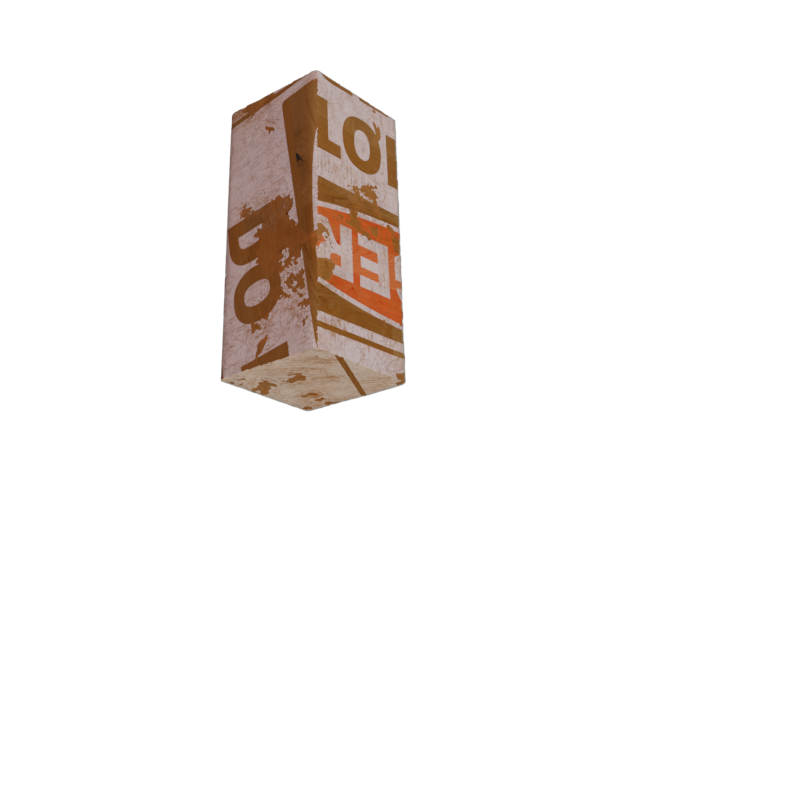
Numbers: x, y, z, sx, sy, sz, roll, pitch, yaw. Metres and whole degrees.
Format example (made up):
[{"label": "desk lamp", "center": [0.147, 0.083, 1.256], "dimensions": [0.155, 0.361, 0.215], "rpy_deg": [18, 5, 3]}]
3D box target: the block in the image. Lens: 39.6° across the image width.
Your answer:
[{"label": "block", "center": [-0.061, -0.110, 0.771], "dimensions": [0.091, 0.218, 0.085], "rpy_deg": [-21, -31, 35]}]
